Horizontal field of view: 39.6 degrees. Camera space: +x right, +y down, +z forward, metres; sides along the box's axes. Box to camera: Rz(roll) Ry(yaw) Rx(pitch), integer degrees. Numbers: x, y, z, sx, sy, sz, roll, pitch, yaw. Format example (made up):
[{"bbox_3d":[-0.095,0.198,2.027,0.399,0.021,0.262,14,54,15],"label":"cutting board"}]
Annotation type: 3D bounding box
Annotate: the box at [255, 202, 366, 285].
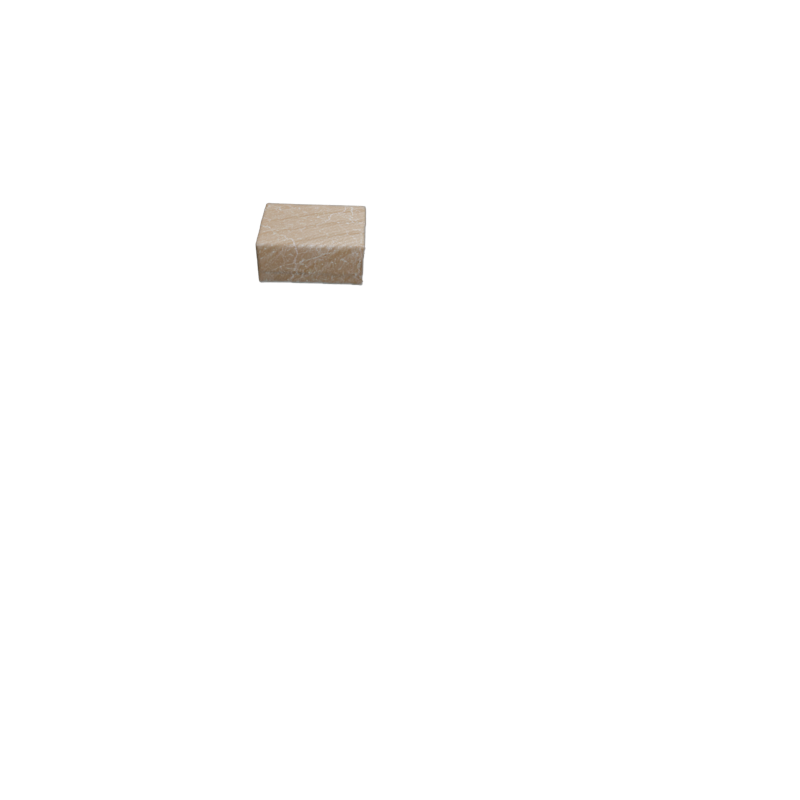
[{"bbox_3d":[-0.074,-0.135,0.946,0.090,0.037,0.120,0,28,0],"label":"box"}]
